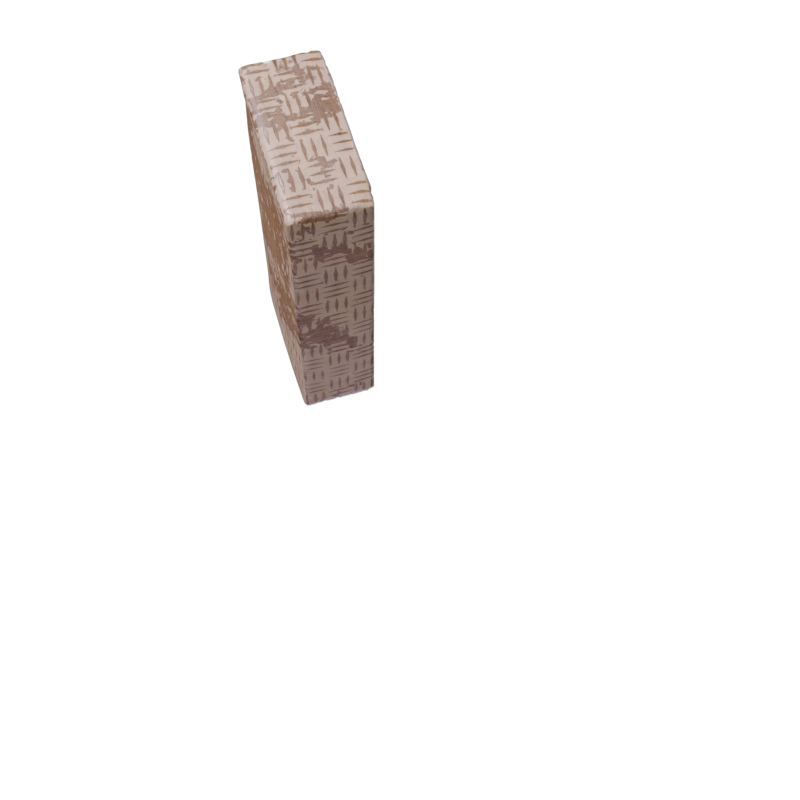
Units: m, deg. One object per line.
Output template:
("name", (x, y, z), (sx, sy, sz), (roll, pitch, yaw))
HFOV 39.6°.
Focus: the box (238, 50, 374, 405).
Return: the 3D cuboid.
("box", (-0.043, -0.078, 0.549), (0.048, 0.100, 0.166), (-13, -26, -10))
